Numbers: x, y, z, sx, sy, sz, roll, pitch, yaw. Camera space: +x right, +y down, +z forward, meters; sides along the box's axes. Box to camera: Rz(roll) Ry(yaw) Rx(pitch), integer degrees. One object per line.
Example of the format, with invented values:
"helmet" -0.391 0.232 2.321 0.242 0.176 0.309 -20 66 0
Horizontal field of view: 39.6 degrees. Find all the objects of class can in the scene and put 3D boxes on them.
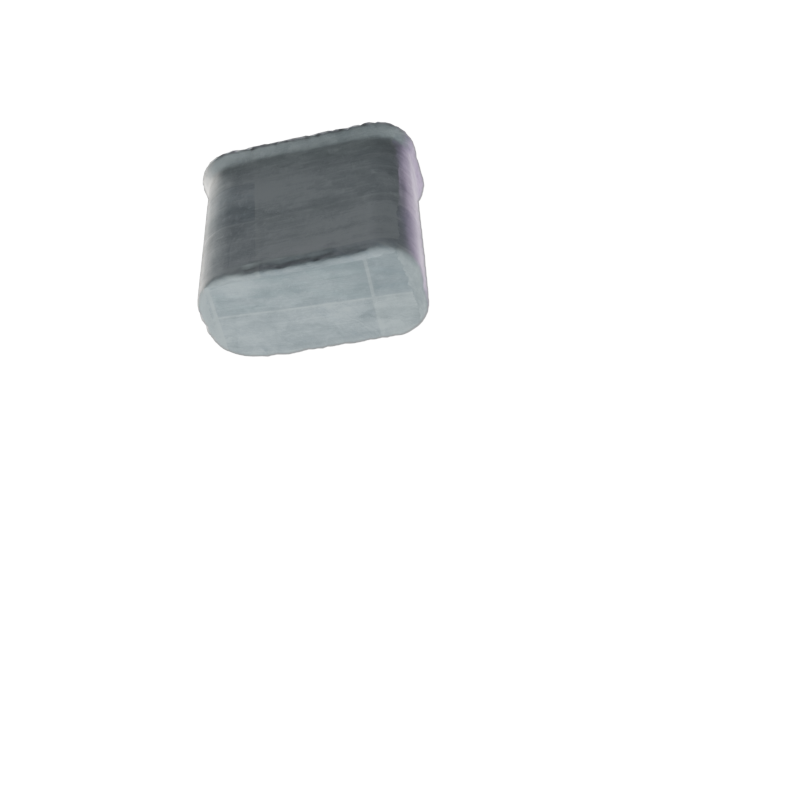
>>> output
"can" -0.039 -0.071 0.495 0.103 0.090 0.053 -10 -44 9
